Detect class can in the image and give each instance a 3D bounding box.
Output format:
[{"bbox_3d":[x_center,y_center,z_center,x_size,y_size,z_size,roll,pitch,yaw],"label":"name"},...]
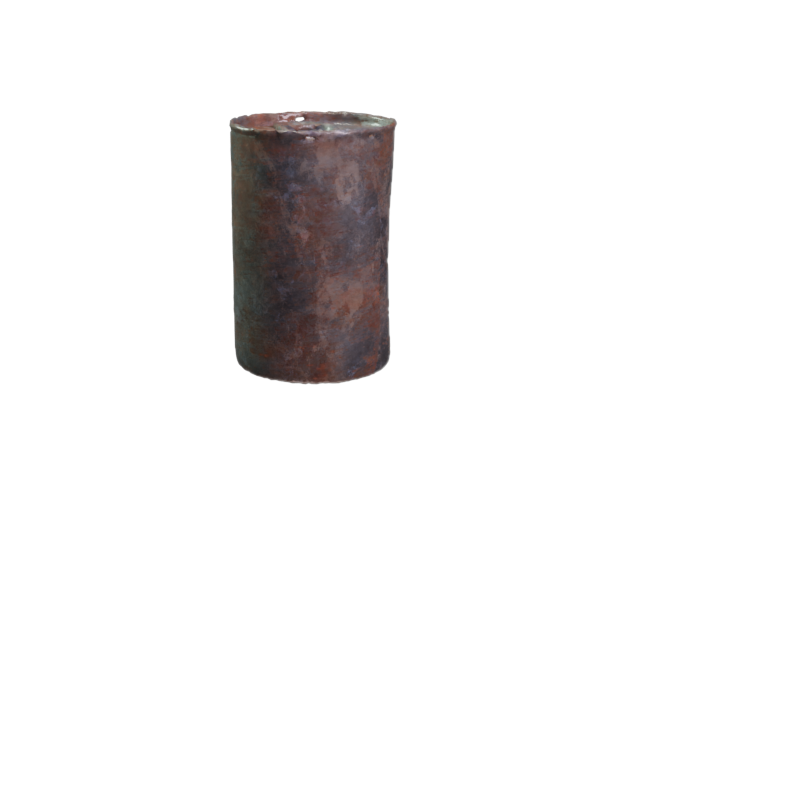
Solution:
[{"bbox_3d":[-0.036,-0.066,0.461,0.068,0.099,0.071,0,16,-2],"label":"can"}]
